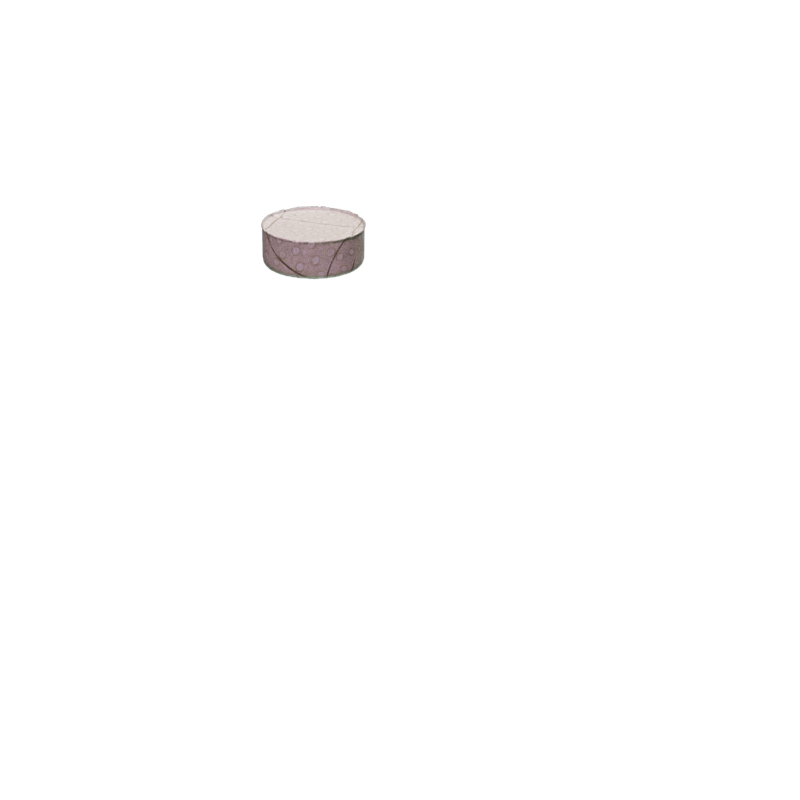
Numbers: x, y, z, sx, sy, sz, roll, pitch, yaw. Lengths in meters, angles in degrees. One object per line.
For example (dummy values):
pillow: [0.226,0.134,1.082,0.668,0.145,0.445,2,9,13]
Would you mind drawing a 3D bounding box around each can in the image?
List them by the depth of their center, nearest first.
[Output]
can: [-0.071,-0.130,0.912,0.086,0.032,0.091,-1,27,-2]
